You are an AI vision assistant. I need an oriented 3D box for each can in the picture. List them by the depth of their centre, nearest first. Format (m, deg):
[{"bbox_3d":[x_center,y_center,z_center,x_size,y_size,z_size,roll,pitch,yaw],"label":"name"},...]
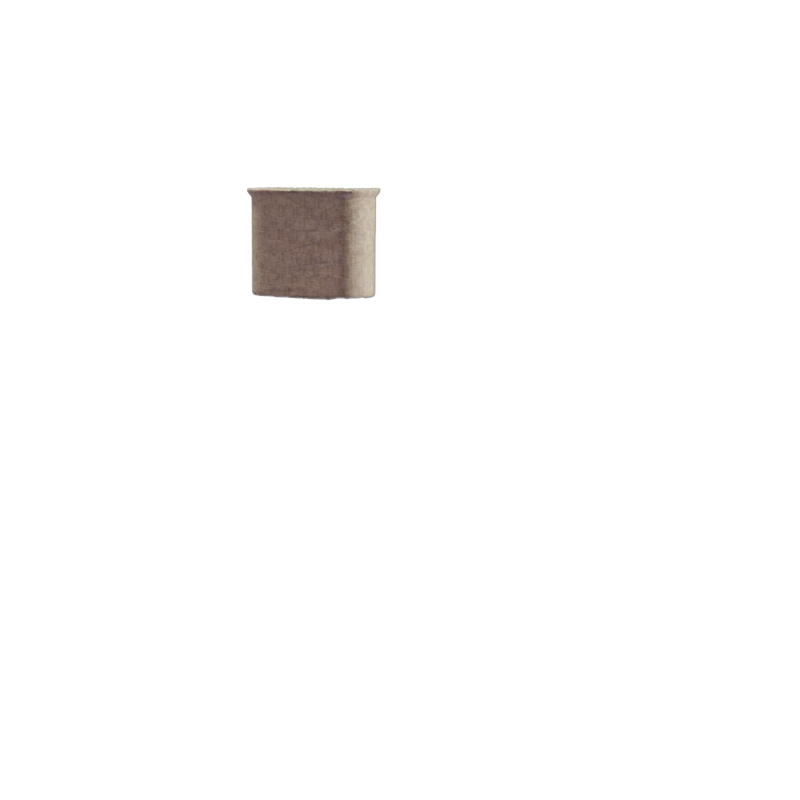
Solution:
[{"bbox_3d":[-0.068,-0.123,0.861,0.105,0.083,0.056,5,8,25],"label":"can"}]
